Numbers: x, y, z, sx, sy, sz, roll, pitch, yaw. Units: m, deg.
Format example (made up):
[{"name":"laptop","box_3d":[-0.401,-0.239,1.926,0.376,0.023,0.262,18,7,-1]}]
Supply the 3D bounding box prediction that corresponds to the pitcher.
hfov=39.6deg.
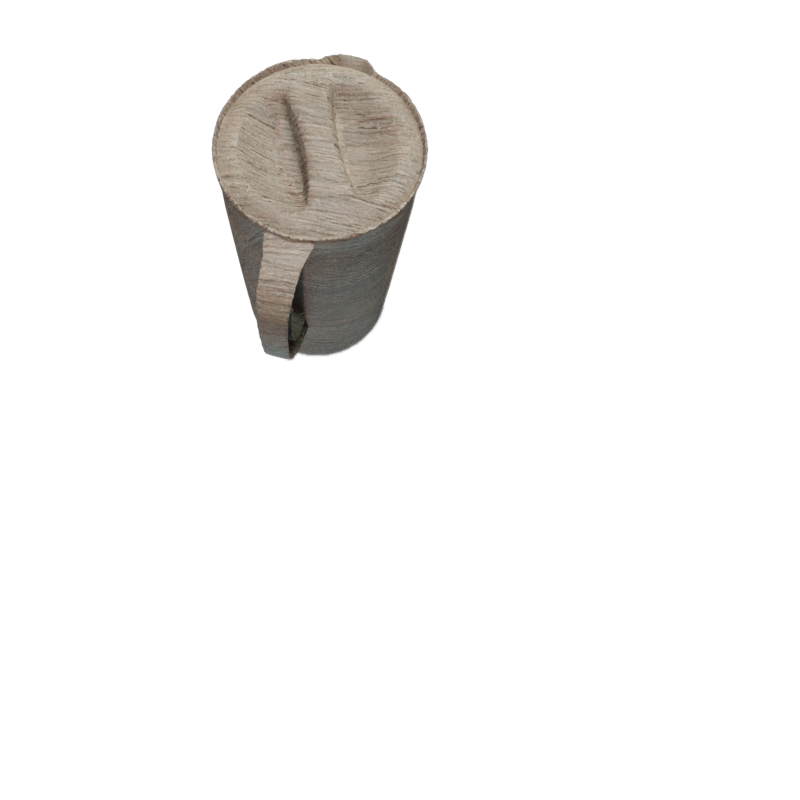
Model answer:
[{"name":"pitcher","box_3d":[-0.061,-0.111,0.780,0.149,0.153,0.231,-29,-17,-13]}]
